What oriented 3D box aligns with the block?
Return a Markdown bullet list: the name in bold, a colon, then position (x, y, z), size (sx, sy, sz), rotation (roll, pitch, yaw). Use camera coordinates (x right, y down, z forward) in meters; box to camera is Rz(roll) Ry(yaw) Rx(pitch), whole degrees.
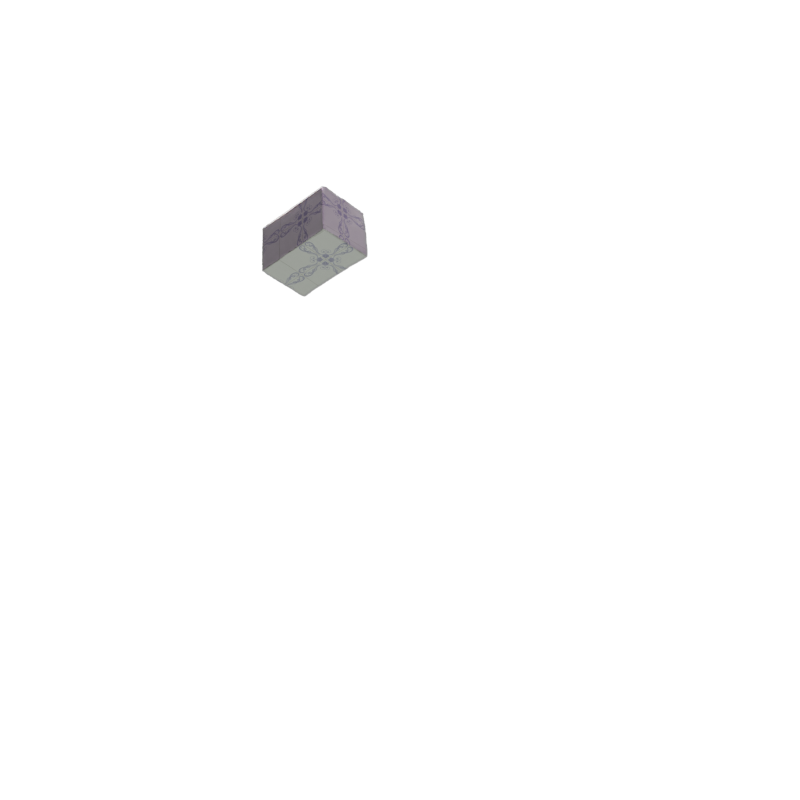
- **block**: position (-0.074, -0.135, 0.945), size (0.078, 0.055, 0.049), rotation (-29, -45, 32)
